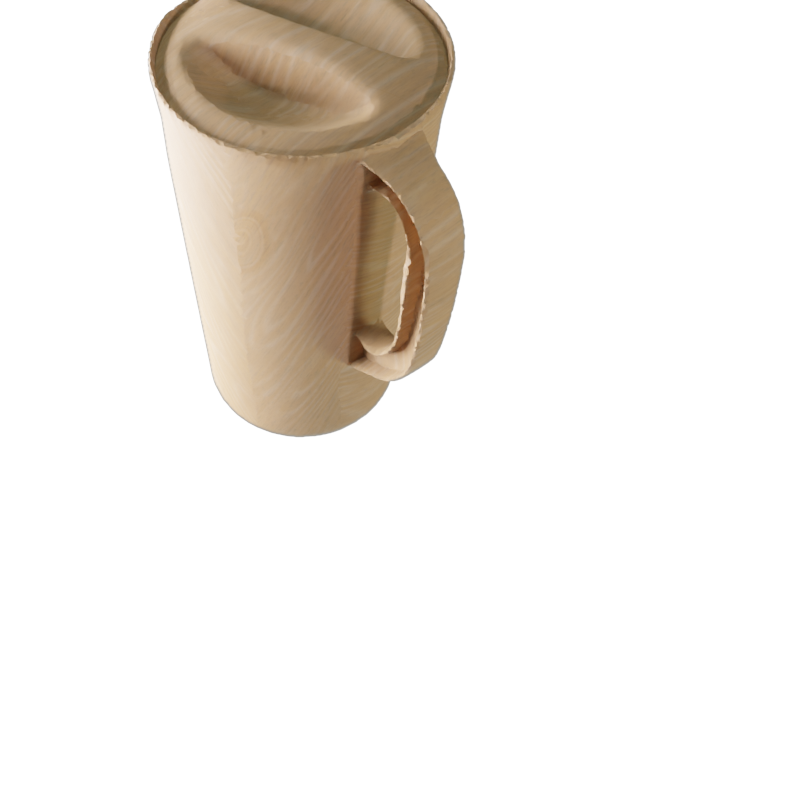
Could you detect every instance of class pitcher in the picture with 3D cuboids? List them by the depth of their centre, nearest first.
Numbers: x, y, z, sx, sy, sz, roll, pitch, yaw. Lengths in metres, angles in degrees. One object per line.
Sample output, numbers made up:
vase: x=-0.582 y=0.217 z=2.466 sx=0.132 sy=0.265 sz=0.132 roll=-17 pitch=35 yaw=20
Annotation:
pitcher: x=-0.044 y=-0.080 z=0.558 sx=0.146 sy=0.159 sz=0.227 roll=7 pitch=-37 yaw=2
